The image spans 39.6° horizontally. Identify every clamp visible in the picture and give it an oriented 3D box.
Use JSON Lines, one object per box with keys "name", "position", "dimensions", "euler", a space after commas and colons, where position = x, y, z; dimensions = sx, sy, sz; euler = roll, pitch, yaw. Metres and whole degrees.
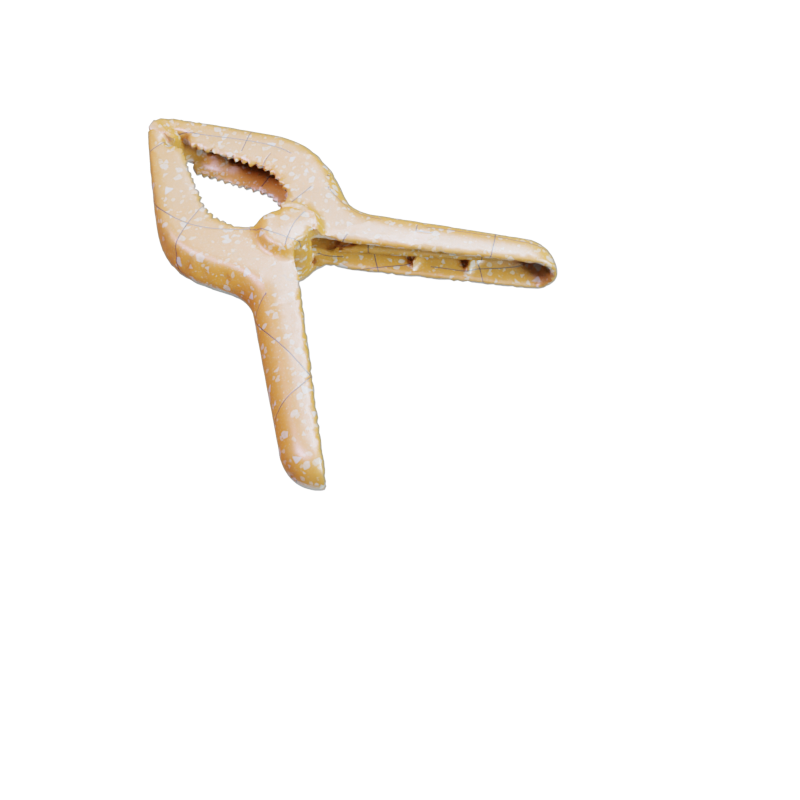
{"name": "clamp", "position": [-0.042, -0.076, 0.536], "dimensions": [0.165, 0.224, 0.034], "euler": [-33, -29, -21]}
